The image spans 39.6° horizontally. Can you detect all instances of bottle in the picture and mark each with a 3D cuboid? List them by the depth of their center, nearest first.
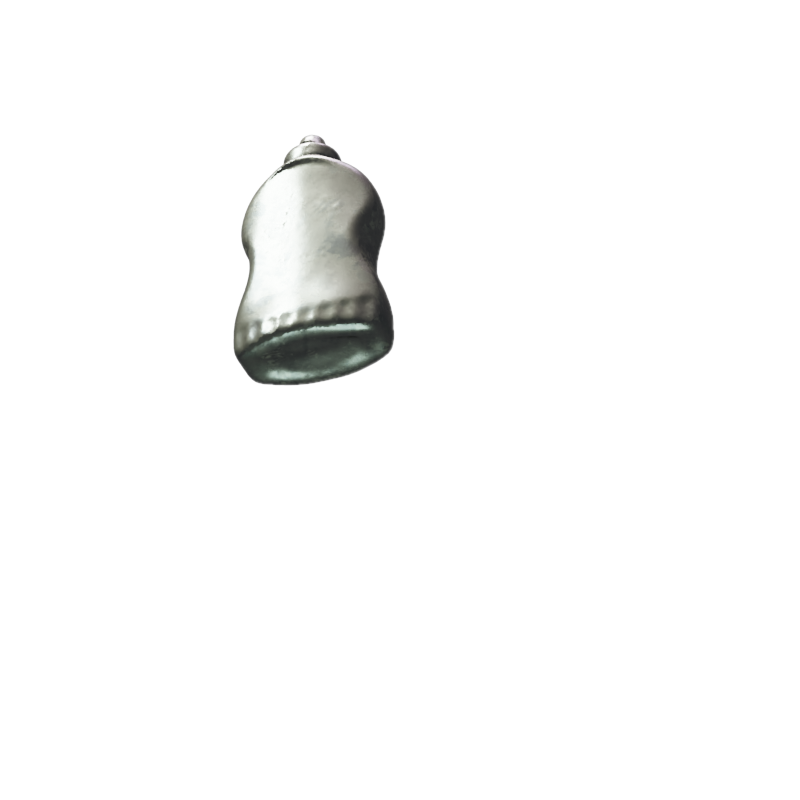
[{"bbox_3d":[-0.057,-0.104,0.728,0.097,0.206,0.054,-15,-41,14],"label":"bottle"}]
